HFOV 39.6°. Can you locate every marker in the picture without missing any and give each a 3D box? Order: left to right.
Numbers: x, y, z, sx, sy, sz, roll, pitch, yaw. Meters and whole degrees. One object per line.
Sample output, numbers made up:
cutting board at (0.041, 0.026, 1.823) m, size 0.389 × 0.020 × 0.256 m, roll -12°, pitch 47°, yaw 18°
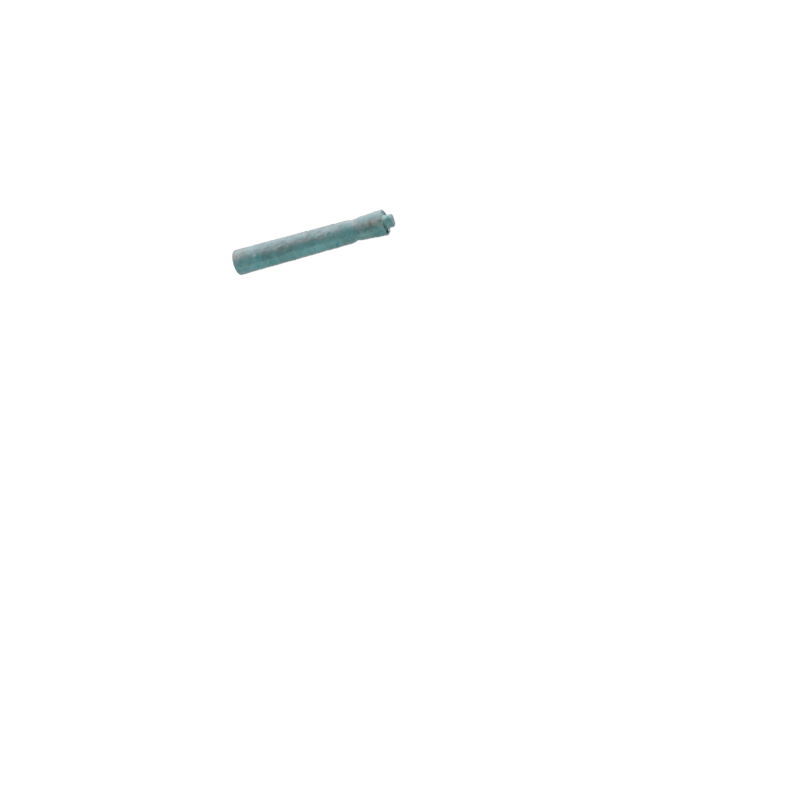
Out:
marker at (-0.062, -0.113, 0.788) m, size 0.122 × 0.020 × 0.019 m, roll -13°, pitch 0°, yaw 18°
